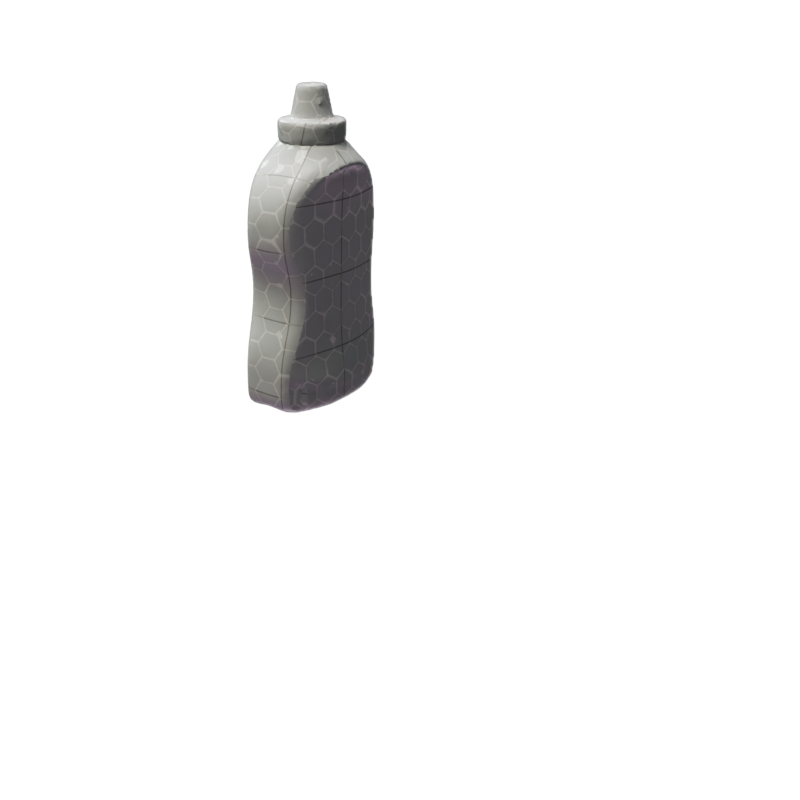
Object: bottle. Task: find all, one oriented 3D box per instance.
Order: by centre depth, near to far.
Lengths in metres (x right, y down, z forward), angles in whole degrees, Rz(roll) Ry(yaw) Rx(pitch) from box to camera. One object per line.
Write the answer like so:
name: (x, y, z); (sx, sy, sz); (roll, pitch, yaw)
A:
bottle: (-0.053, -0.096, 0.673); (0.061, 0.185, 0.095); (13, 21, 34)
